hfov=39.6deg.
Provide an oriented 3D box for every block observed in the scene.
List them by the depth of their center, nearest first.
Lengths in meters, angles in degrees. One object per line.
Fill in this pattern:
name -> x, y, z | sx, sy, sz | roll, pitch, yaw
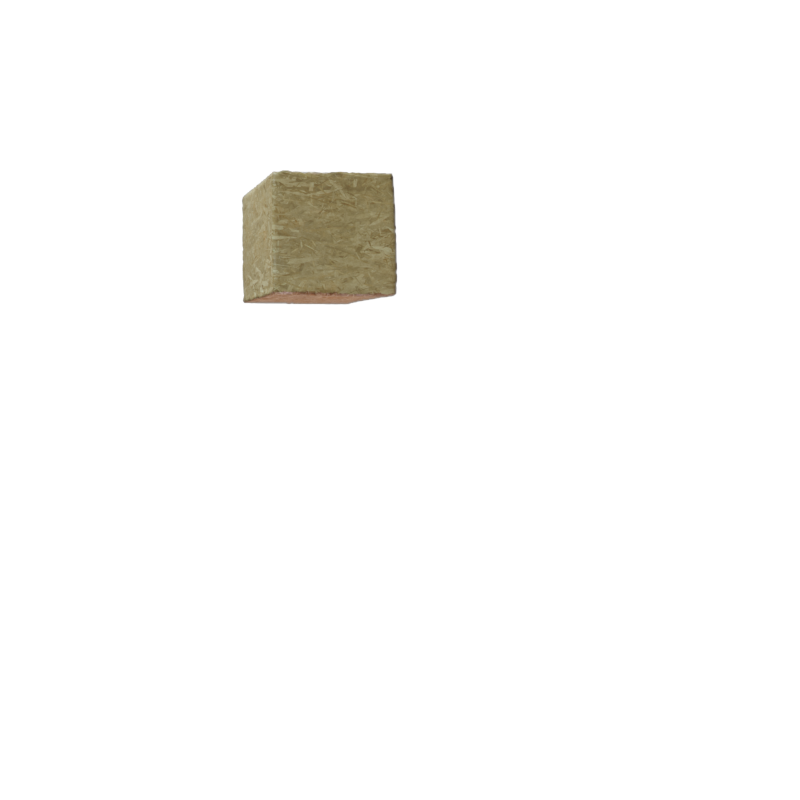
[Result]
block -> -0.038, -0.069, 0.483 | 0.052, 0.052, 0.079 | 0, 0, -17
